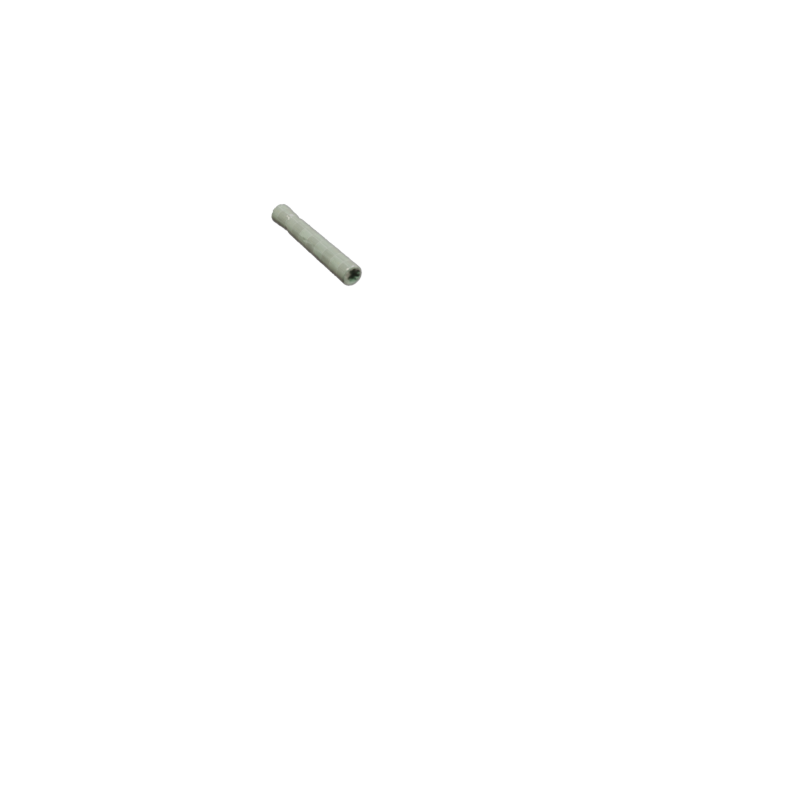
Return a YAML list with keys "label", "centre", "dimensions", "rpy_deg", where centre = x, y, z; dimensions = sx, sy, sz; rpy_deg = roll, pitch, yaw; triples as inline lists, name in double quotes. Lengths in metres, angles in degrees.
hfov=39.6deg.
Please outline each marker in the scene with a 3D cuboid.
- label: "marker"
  centre: [-0.073, -0.134, 0.936]
  dimensions: [0.019, 0.019, 0.131]
  rpy_deg: [-3, 33, -38]
